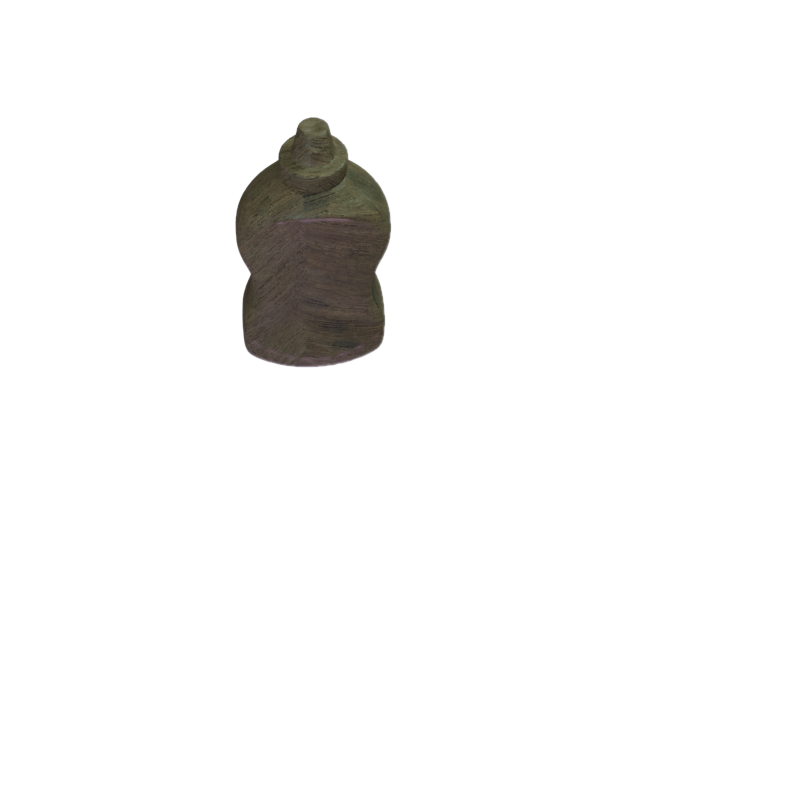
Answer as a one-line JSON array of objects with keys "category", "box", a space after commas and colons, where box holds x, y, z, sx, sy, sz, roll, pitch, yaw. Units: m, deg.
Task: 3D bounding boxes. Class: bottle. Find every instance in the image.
[{"category": "bottle", "box": [-0.055, -0.099, 0.697, 0.096, 0.063, 0.179, 0, -39, -4]}]
